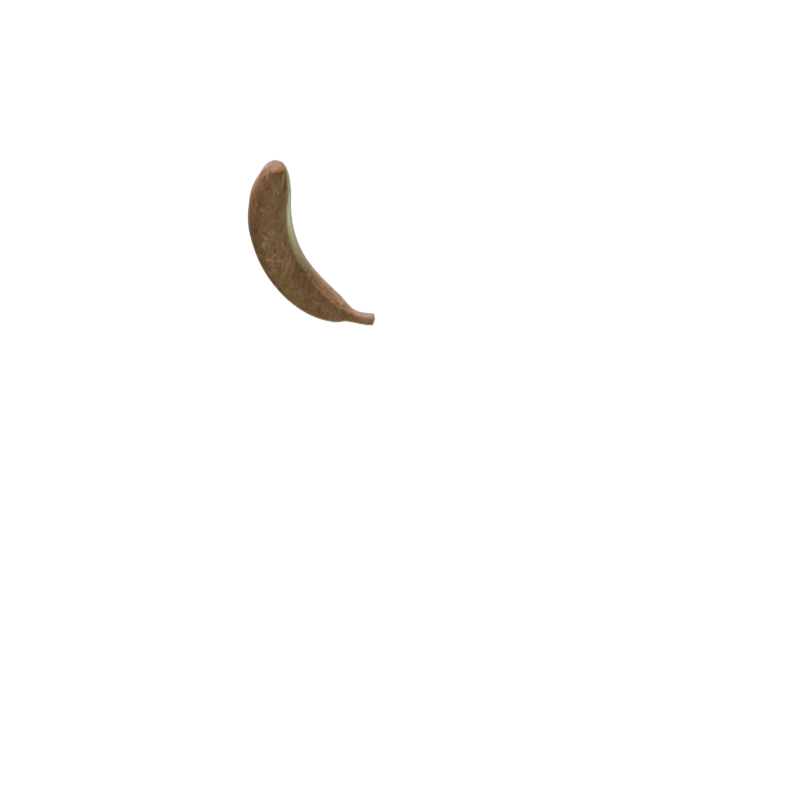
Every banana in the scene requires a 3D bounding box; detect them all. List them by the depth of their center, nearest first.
[{"bbox_3d":[-0.089,-0.127,0.949,0.070,0.039,0.182,-18,-46,17],"label":"banana"}]
